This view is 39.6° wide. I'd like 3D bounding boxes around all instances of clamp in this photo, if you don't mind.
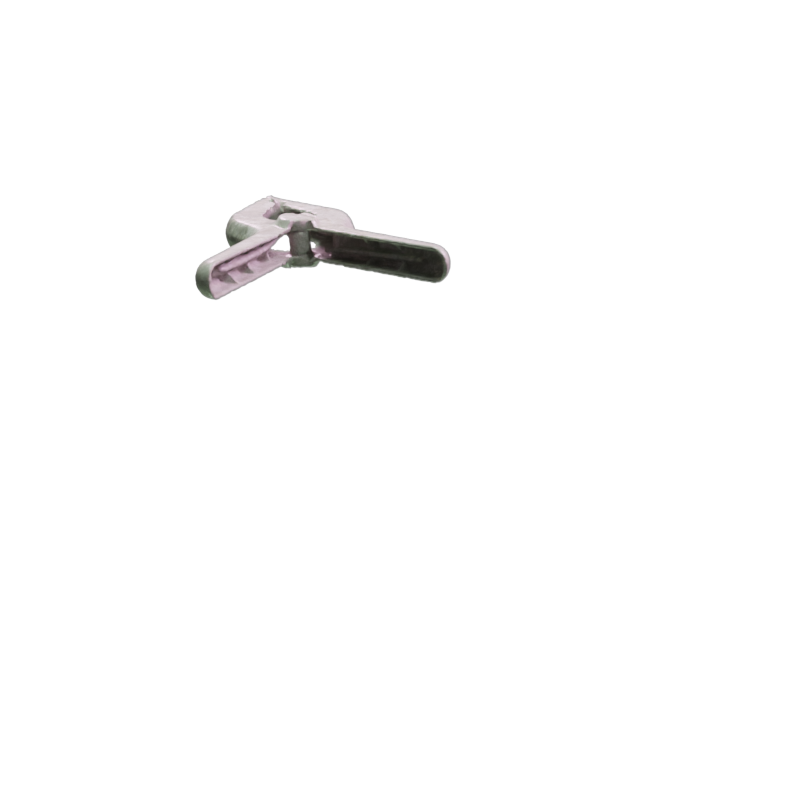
[{"bbox_3d":[-0.062,-0.112,0.786,0.163,0.035,0.220,-3,20,-7],"label":"clamp"}]
